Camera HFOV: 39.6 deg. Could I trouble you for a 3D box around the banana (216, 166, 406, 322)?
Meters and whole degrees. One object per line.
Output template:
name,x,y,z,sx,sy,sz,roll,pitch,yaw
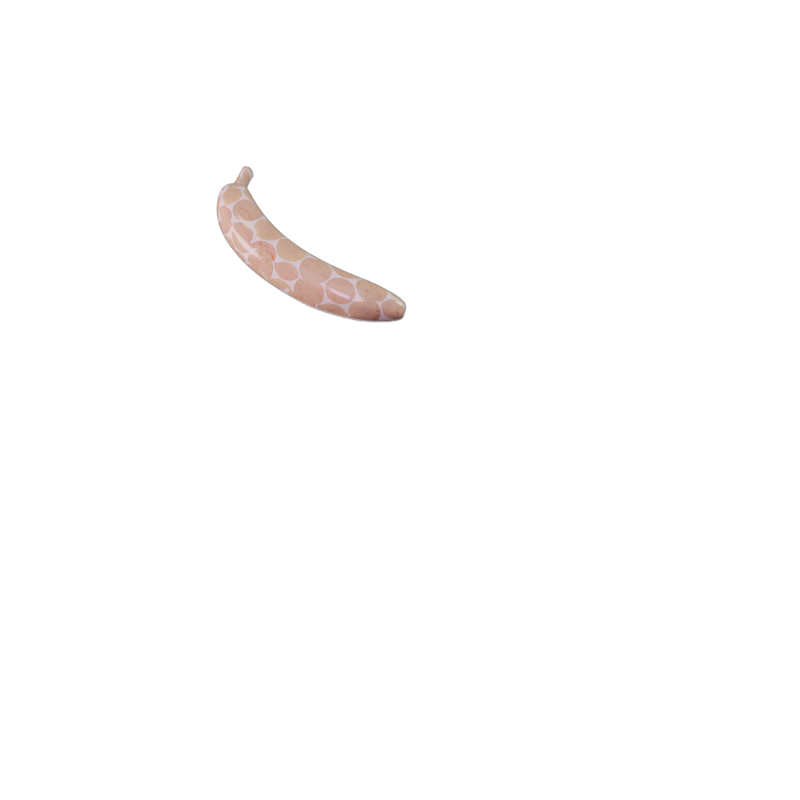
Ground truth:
banana,-0.084,-0.116,0.866,0.070,0.210,0.034,-36,-27,-22
